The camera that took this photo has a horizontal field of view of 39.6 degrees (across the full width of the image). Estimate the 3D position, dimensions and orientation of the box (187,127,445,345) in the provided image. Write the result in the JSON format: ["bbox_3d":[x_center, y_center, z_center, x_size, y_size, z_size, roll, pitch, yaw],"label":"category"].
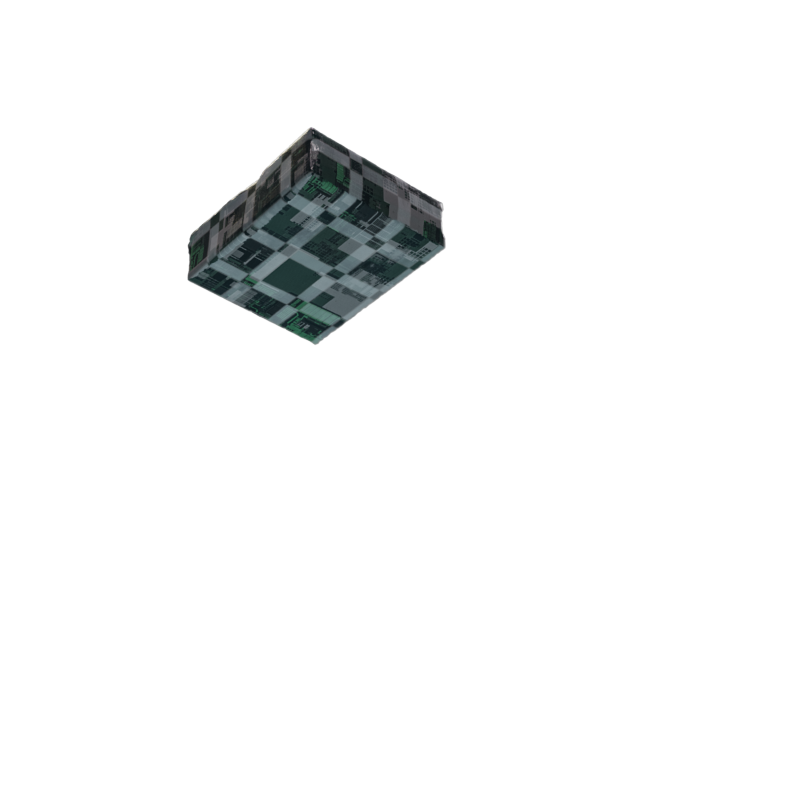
[{"bbox_3d":[-0.037,-0.068,0.474,0.069,0.032,0.088,27,-44,-32],"label":"box"}]
